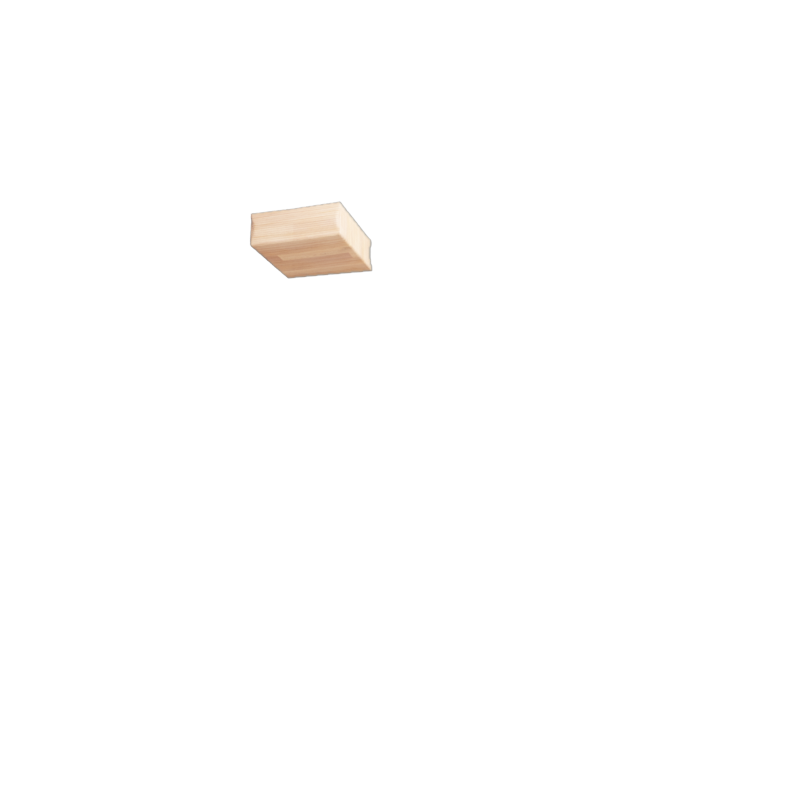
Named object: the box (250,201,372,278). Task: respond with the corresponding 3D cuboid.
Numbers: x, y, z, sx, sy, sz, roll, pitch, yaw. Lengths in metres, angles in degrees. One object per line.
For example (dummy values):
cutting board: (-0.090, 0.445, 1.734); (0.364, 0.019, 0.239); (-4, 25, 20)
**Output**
box: (-0.068, -0.124, 0.869); (0.074, 0.031, 0.084); (-4, -14, 16)
